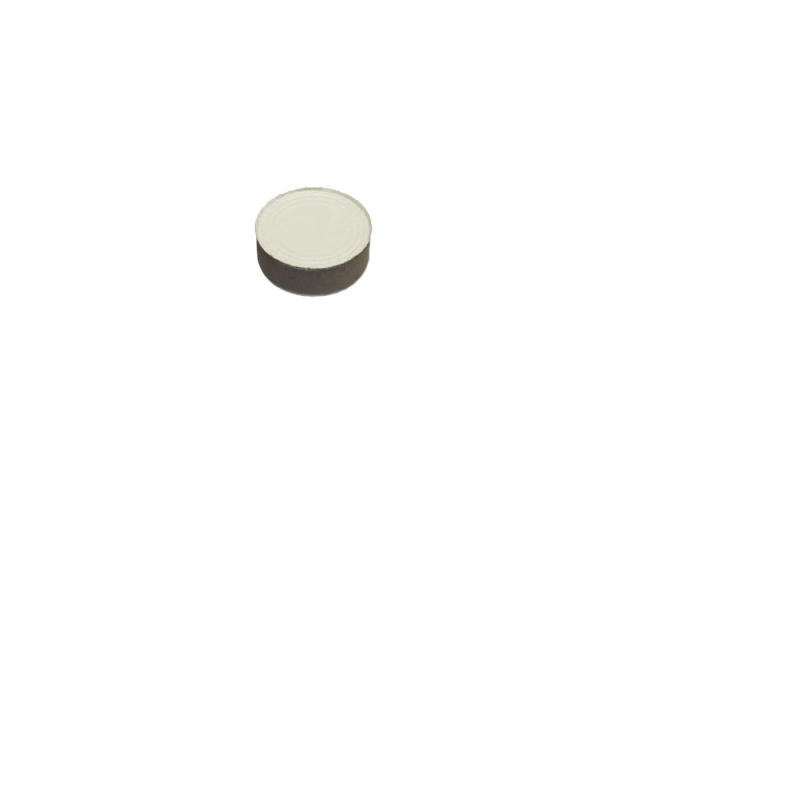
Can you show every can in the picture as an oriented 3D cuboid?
[{"bbox_3d":[-0.064,-0.117,0.821,0.086,0.092,0.031,-1,-42,-1],"label":"can"}]
